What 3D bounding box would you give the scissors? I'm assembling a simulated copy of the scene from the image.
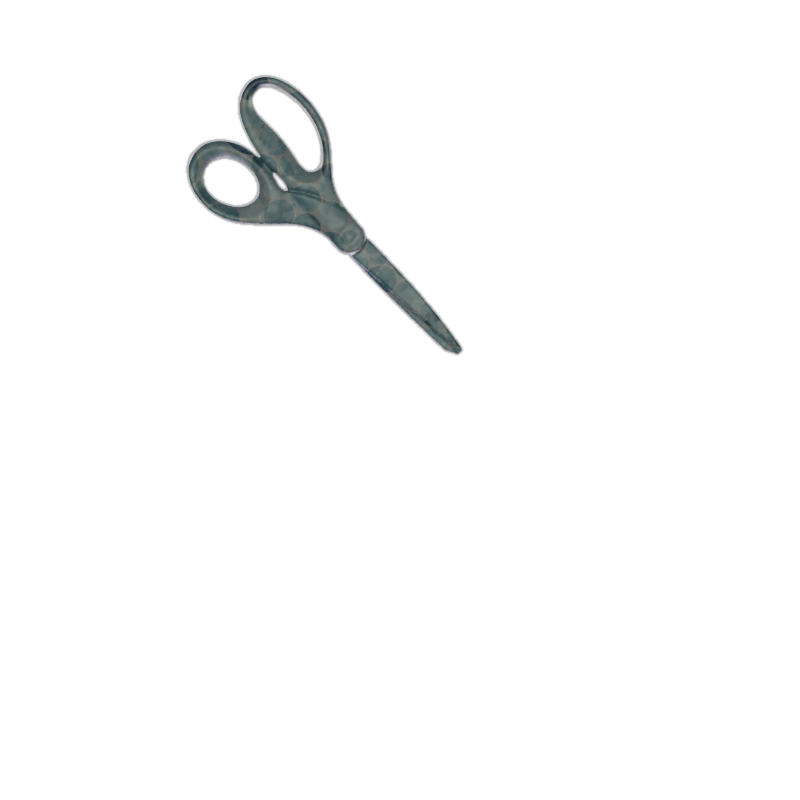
[{"bbox_3d":[-0.052,-0.094,0.658,0.096,0.199,0.016,-28,4,2],"label":"scissors"}]
